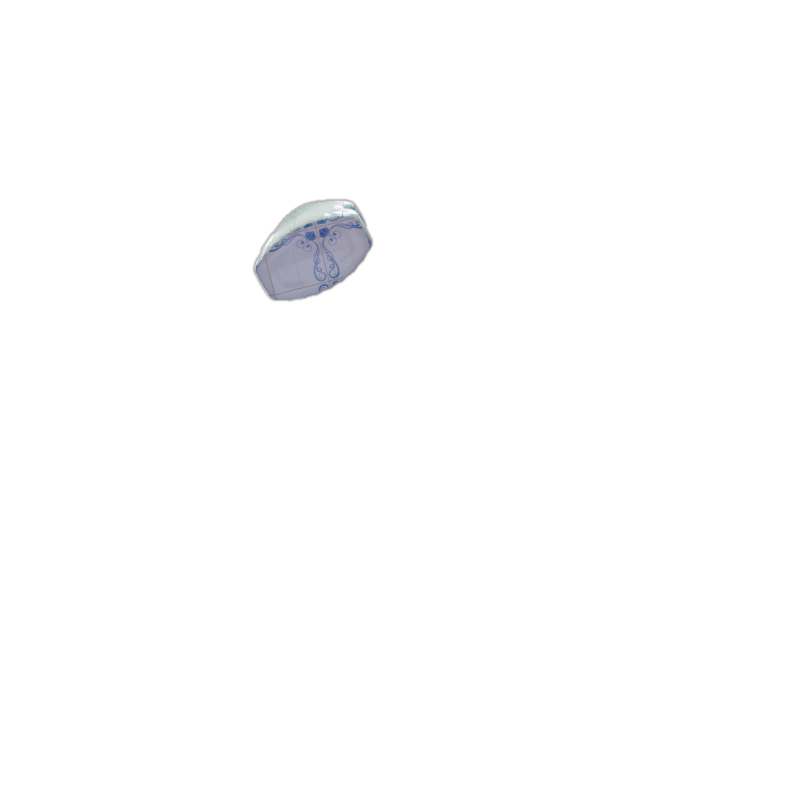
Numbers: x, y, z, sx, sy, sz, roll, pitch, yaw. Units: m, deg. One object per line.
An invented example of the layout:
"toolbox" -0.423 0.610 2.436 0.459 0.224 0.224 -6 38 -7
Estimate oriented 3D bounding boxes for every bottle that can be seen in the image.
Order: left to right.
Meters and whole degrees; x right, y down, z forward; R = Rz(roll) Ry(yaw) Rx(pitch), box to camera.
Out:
"bottle" -0.076 -0.139 0.974 0.096 0.057 0.198 -30 15 4
